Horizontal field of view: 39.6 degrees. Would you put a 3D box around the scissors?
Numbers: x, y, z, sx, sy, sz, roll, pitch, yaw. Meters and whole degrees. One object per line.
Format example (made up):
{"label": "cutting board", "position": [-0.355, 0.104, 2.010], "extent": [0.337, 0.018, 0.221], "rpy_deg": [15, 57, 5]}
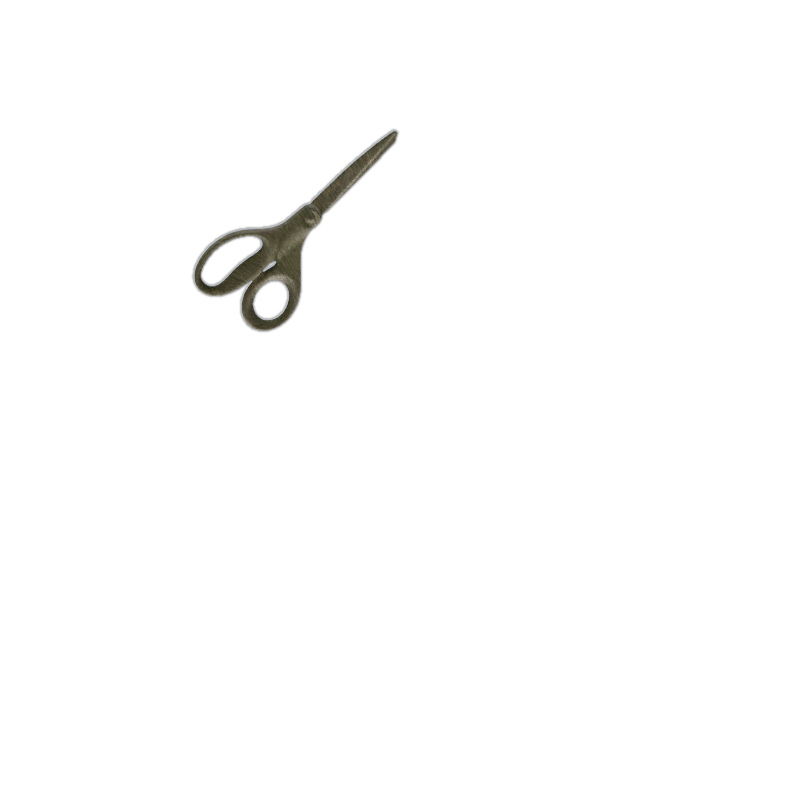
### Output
{"label": "scissors", "position": [-0.070, -0.127, 0.892], "extent": [0.202, 0.093, 0.016], "rpy_deg": [-28, 12, 6]}
